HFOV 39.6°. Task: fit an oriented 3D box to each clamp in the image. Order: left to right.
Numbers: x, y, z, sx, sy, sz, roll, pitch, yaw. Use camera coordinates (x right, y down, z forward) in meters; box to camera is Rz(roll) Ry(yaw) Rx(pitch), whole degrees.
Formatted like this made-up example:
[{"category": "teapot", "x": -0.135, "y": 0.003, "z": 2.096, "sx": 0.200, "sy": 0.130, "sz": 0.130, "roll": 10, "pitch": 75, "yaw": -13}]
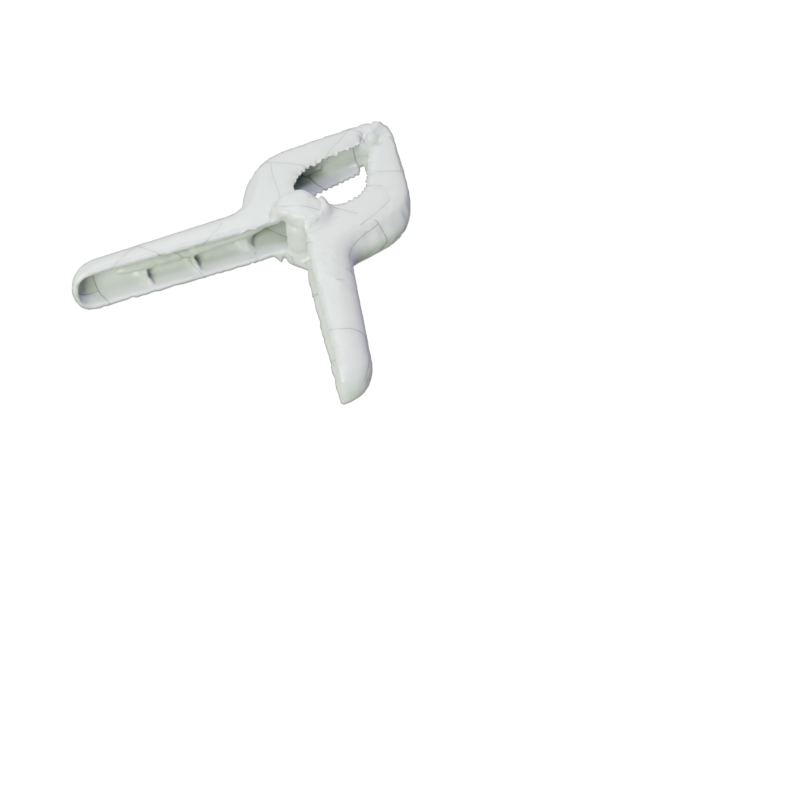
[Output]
[{"category": "clamp", "x": -0.046, "y": -0.085, "z": 0.593, "sx": 0.173, "sy": 0.034, "sz": 0.214, "roll": 24, "pitch": 47, "yaw": 24}]
